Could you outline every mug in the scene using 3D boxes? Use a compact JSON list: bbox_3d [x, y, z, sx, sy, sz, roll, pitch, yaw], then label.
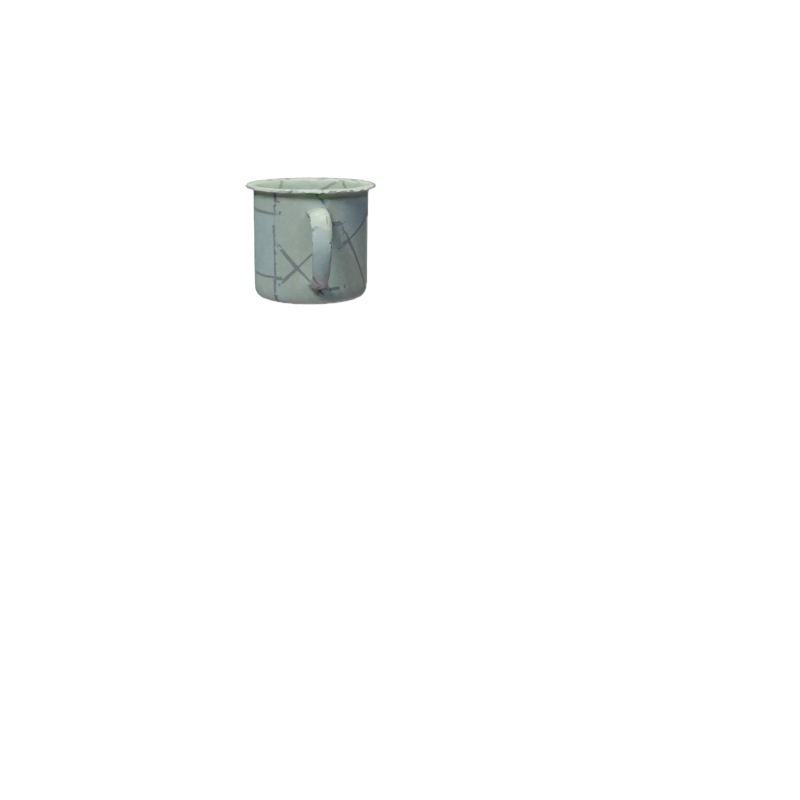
[{"bbox_3d":[-0.062,-0.112,0.788,0.092,0.079,0.122,-2,14,-12],"label":"mug"}]
